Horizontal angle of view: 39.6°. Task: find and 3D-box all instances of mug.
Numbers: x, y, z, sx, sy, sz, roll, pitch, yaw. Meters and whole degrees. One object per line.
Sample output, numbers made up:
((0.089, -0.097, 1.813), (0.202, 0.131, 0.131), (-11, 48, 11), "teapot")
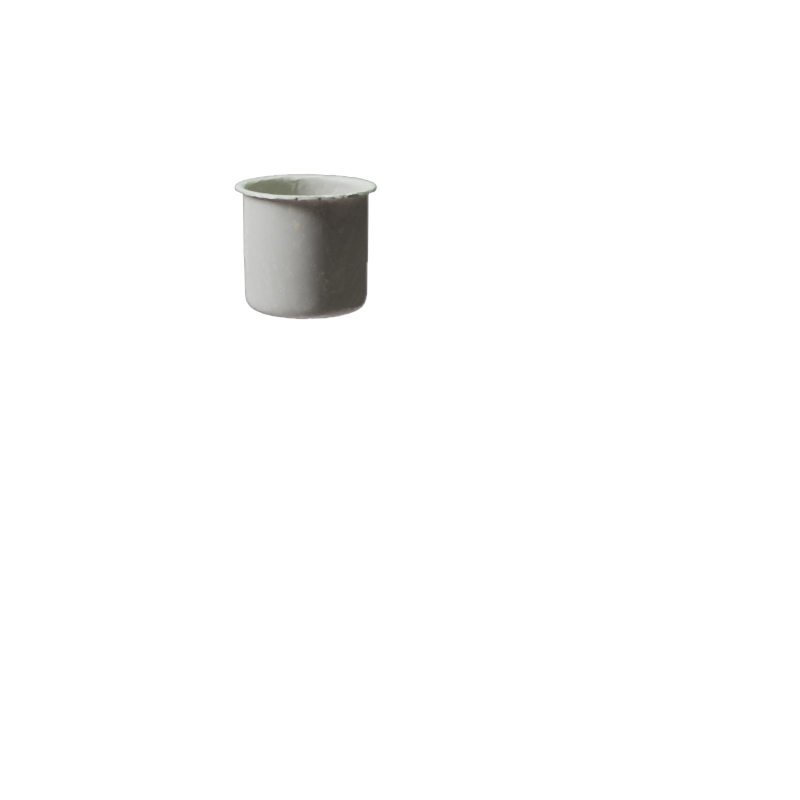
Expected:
((-0.058, -0.106, 0.741), (0.096, 0.079, 0.118), (7, 19, 20), "mug")
